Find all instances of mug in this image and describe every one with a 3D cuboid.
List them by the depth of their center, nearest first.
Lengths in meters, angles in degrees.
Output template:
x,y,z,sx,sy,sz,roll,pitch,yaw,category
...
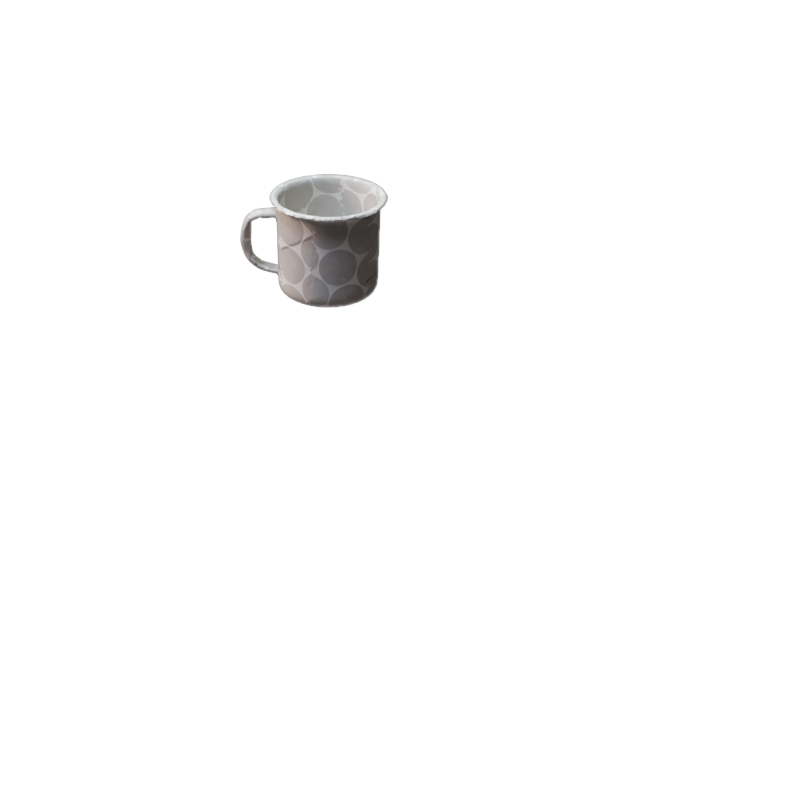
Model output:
x,y,z,sx,sy,sz,roll,pitch,yaw,category
-0.070,-0.127,0.888,0.117,0.077,0.099,0,29,-2,mug
